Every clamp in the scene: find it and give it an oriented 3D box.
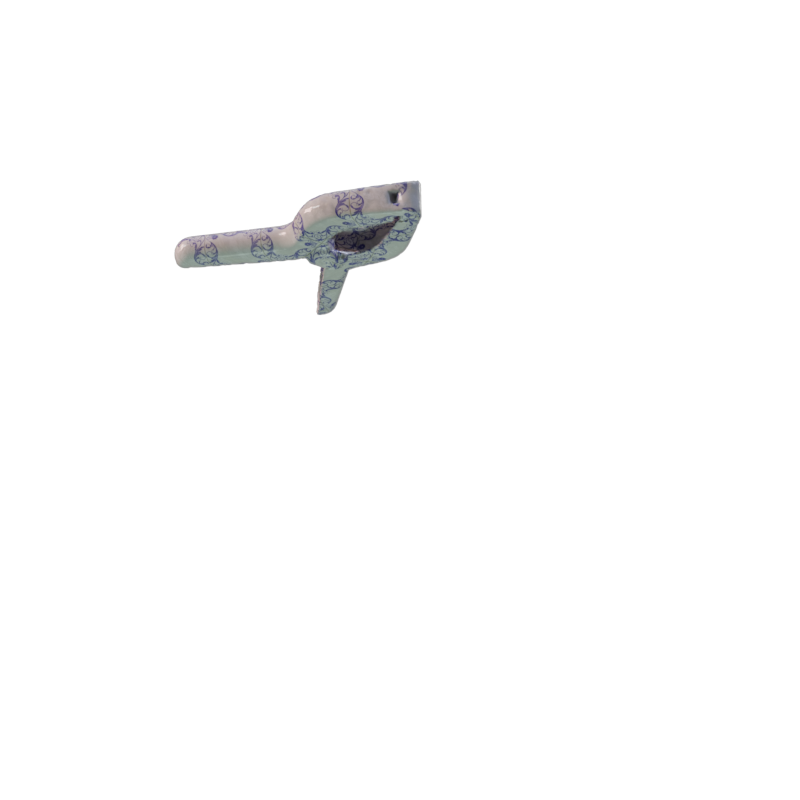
[{"bbox_3d":[-0.069,-0.125,0.878,0.156,0.038,0.210,14,-24,-34],"label":"clamp"}]
